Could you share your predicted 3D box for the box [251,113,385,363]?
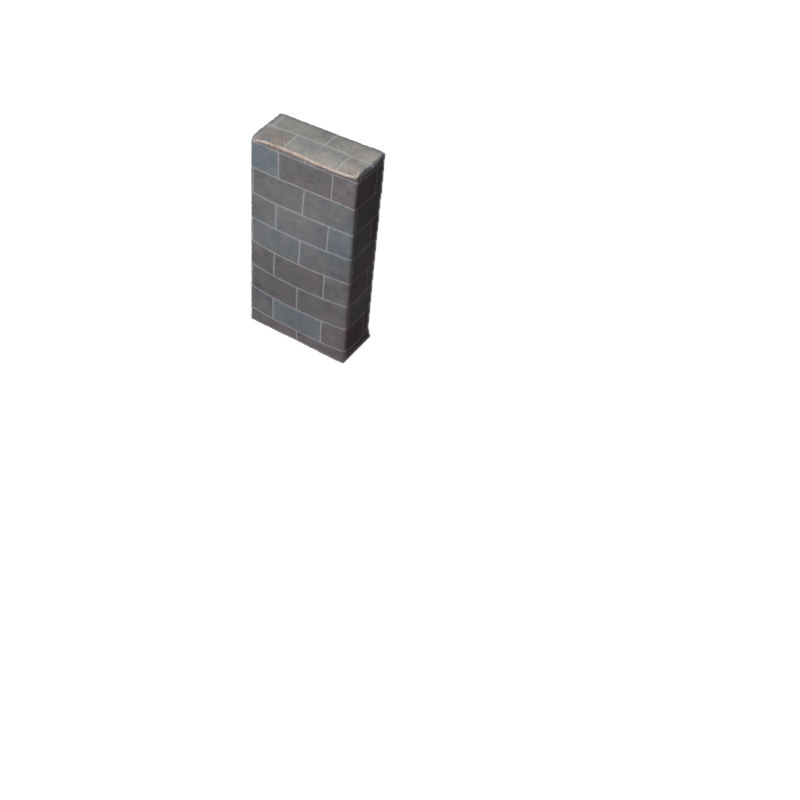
[{"bbox_3d":[-0.065,-0.118,0.830,0.098,0.164,0.049,26,48,22],"label":"box"}]
